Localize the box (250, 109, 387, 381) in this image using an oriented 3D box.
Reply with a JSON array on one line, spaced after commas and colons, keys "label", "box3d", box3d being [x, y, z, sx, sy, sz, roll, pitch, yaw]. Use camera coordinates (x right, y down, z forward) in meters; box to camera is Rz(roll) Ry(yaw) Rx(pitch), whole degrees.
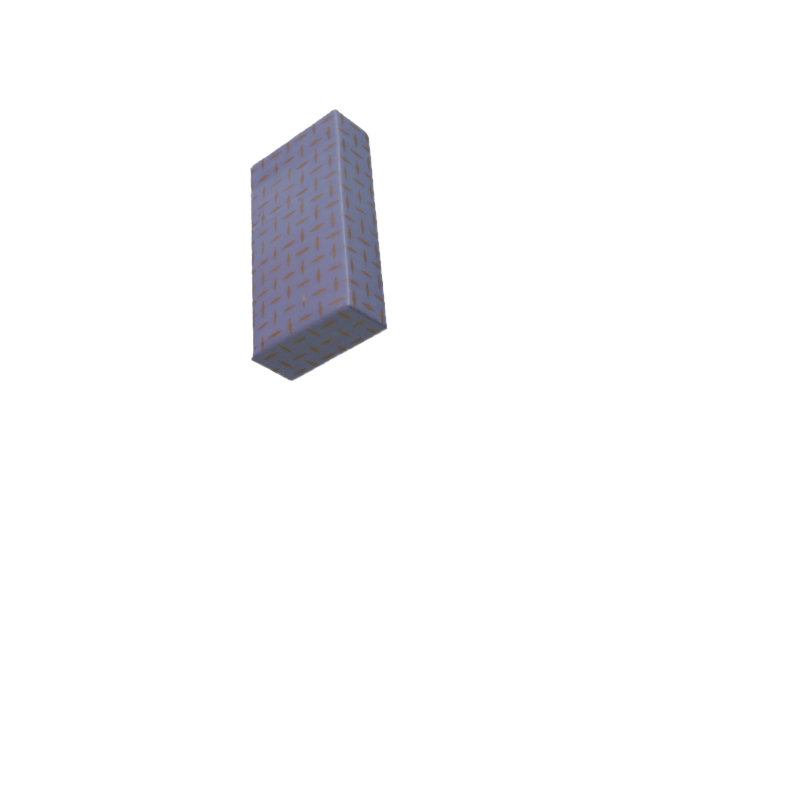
[{"label": "box", "box3d": [-0.061, -0.112, 0.784, 0.093, 0.189, 0.045, -28, -43, 31]}]
